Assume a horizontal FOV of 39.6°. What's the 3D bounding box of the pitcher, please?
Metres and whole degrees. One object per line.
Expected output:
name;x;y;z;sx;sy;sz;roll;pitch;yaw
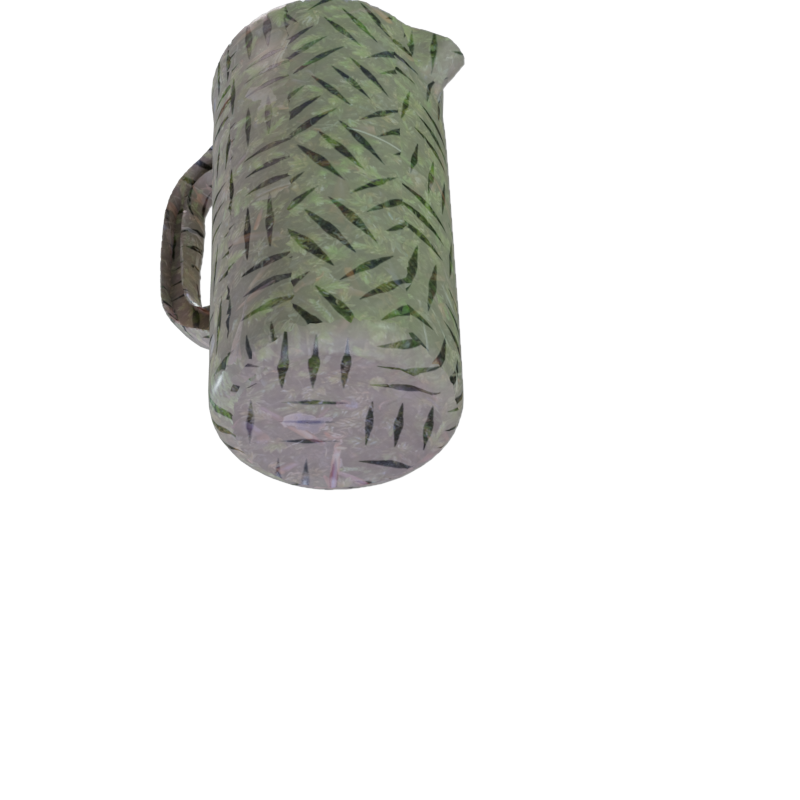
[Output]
pitcher;-0.043;-0.079;0.553;0.142;0.261;0.141;9;-46;-13
